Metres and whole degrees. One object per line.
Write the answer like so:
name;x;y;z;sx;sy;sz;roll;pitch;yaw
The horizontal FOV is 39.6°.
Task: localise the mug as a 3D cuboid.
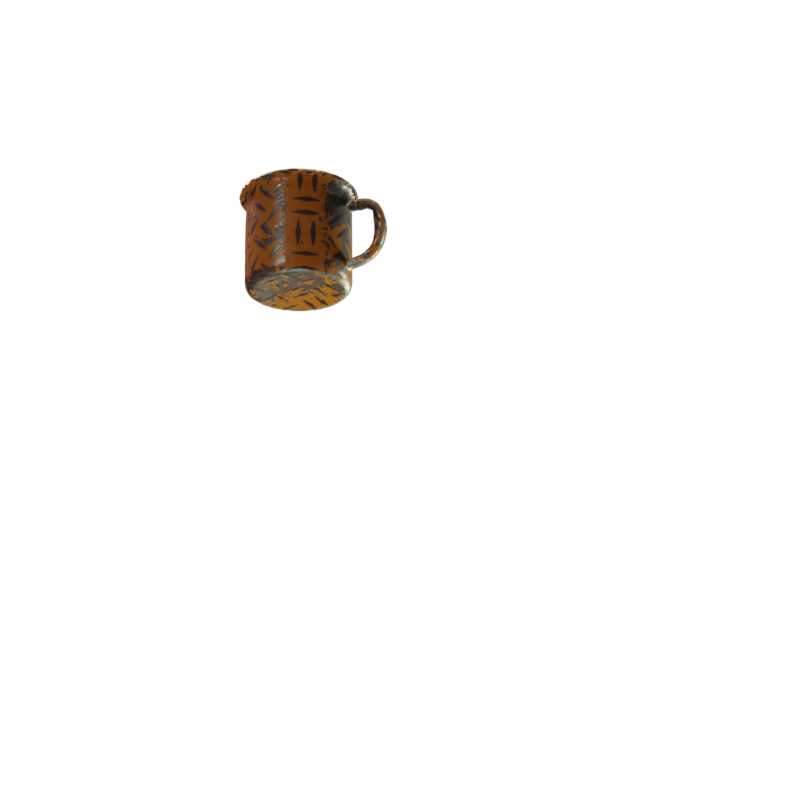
mug;-0.066;-0.121;0.845;0.119;0.086;0.087;-7;-23;16
